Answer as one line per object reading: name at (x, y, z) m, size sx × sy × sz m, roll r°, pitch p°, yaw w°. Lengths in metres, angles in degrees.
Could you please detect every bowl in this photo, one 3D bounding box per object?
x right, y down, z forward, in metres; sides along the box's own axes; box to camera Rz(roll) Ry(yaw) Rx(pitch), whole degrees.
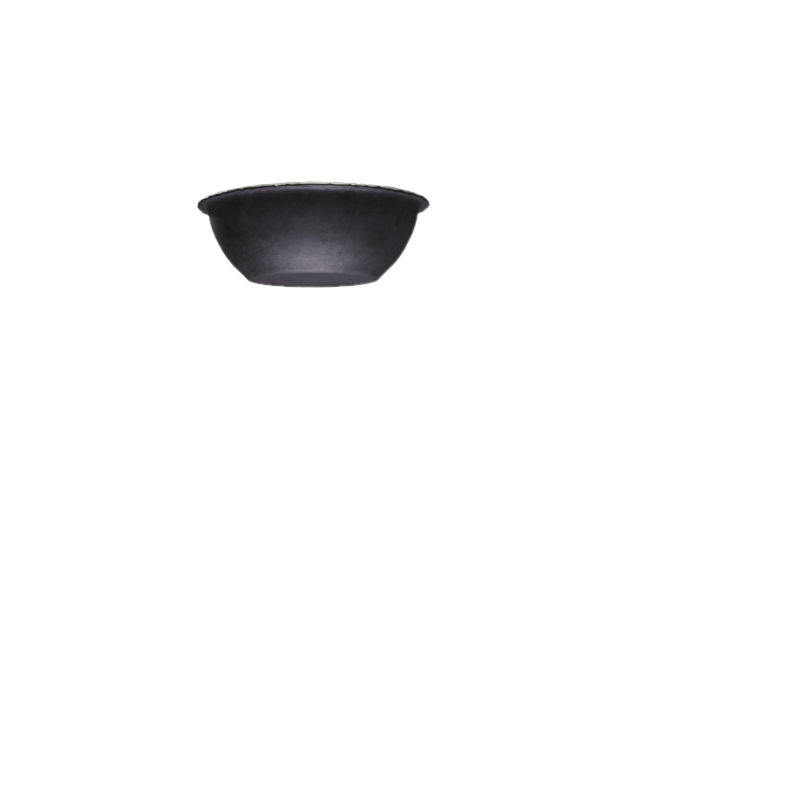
bowl at (-0.060, -0.110, 0.772) m, size 0.162 × 0.056 × 0.160 m, roll 0°, pitch -1°, yaw -2°
